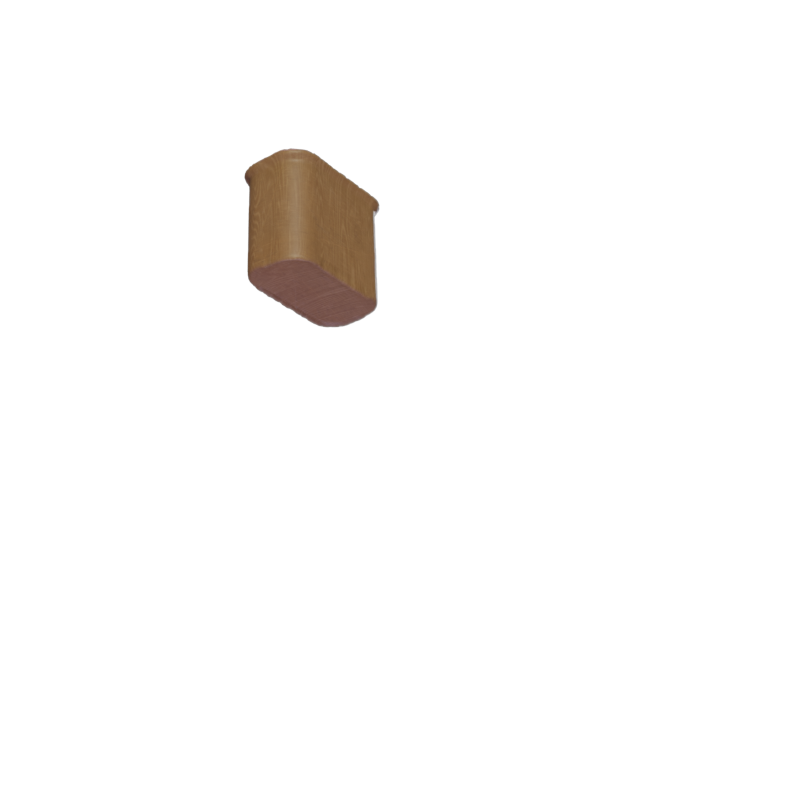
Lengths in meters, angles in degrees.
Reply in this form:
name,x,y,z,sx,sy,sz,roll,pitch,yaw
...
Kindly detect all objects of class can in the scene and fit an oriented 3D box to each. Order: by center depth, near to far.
name,x,y,z,sx,sy,sz,roll,pitch,yaw
can,-0.059,-0.107,0.747,0.058,0.089,0.095,-22,-34,31
